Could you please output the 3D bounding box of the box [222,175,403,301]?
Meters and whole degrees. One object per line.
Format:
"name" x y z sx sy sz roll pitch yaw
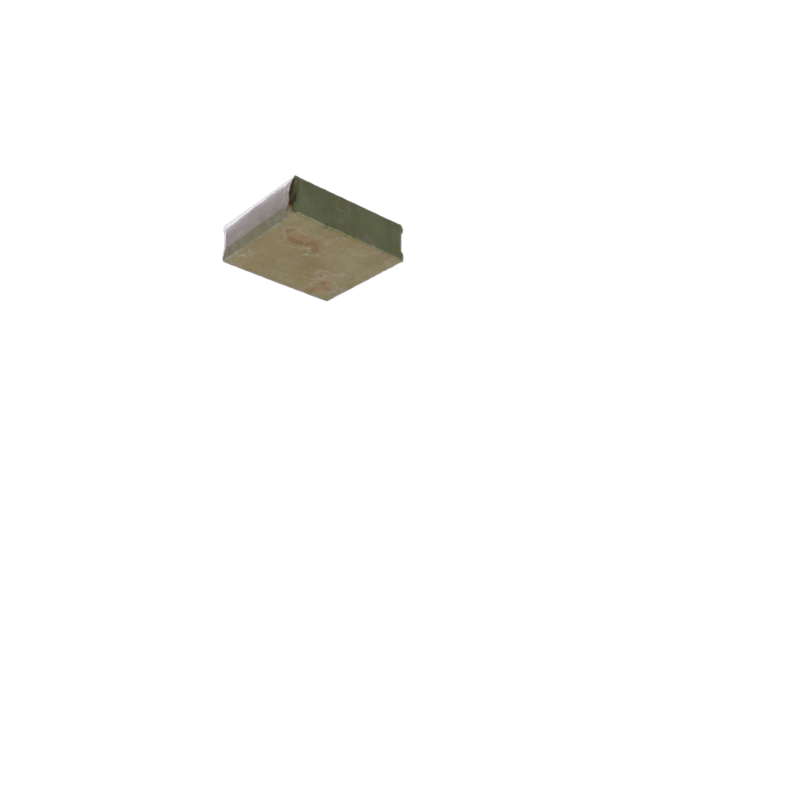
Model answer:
"box" -0.054 -0.098 0.688 0.084 0.032 0.073 20 -32 -36
